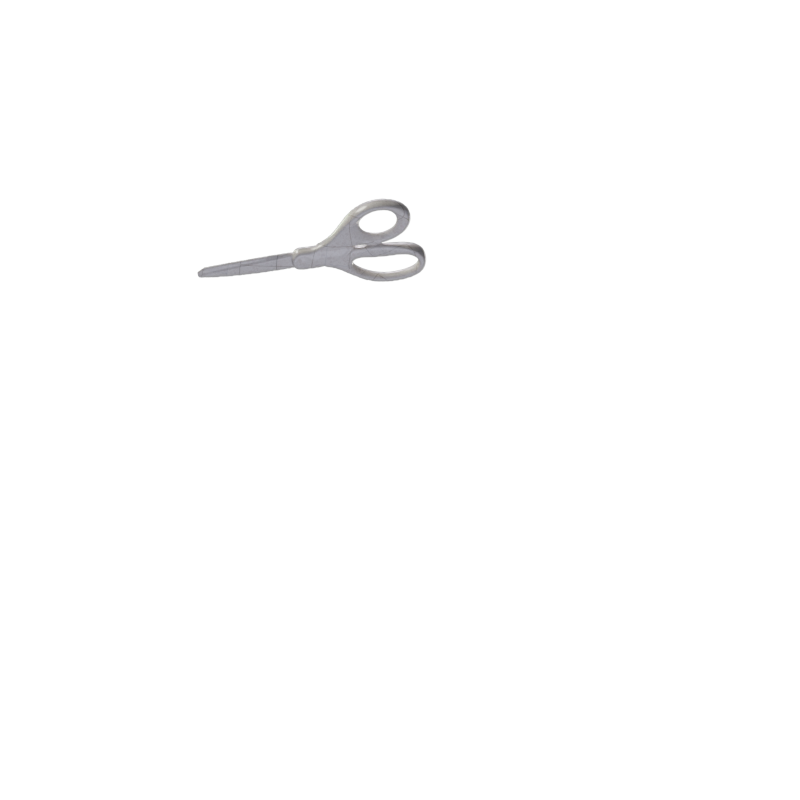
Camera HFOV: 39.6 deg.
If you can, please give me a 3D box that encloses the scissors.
[{"bbox_3d":[-0.076,-0.138,0.969,0.201,0.090,0.017,3,43,-3],"label":"scissors"}]
